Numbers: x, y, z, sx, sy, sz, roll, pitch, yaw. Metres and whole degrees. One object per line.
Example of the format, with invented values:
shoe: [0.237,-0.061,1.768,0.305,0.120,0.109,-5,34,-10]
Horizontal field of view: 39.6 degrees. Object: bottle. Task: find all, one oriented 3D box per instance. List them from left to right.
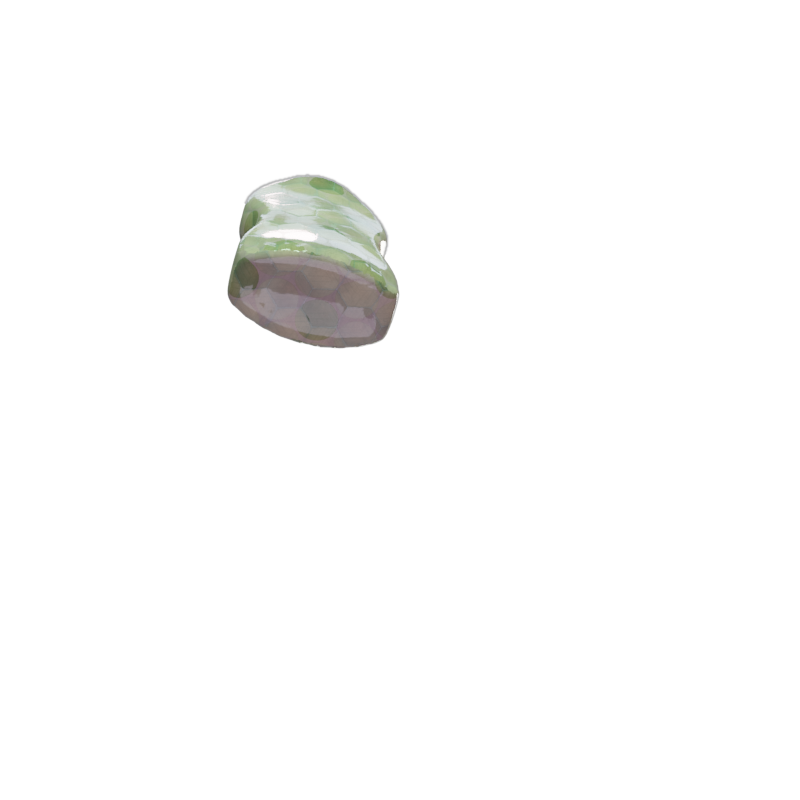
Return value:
bottle: [-0.055,-0.100,0.706,0.095,0.056,0.202,11,25,-9]
